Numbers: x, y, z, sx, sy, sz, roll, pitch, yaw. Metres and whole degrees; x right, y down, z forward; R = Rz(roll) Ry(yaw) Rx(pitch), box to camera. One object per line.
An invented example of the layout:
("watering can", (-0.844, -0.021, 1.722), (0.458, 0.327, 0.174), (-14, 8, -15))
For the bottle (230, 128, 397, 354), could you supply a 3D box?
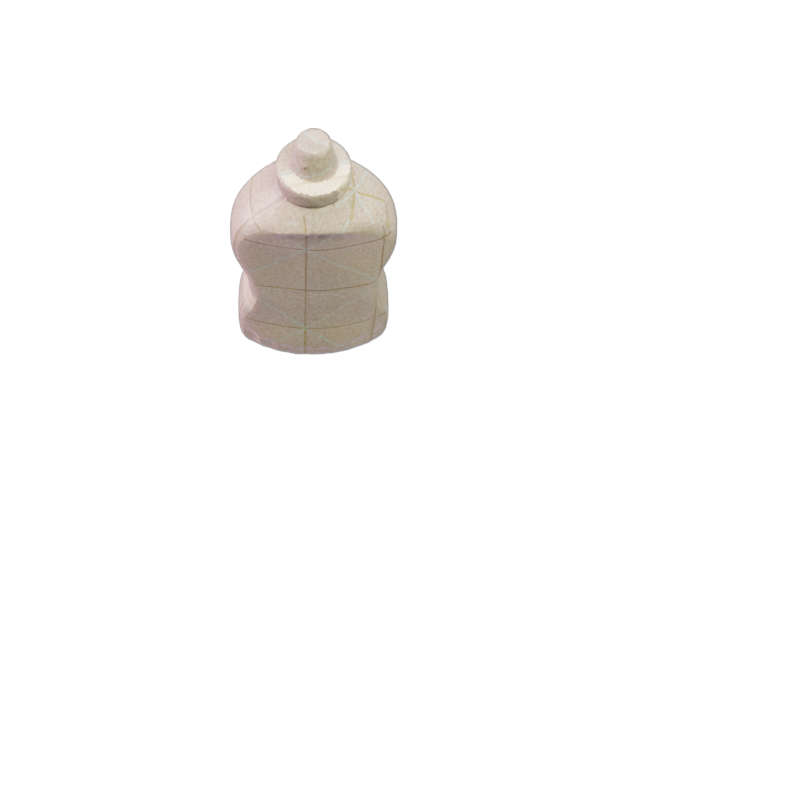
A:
("bottle", (-0.051, -0.093, 0.651), (0.096, 0.062, 0.181), (1, -26, -3))
